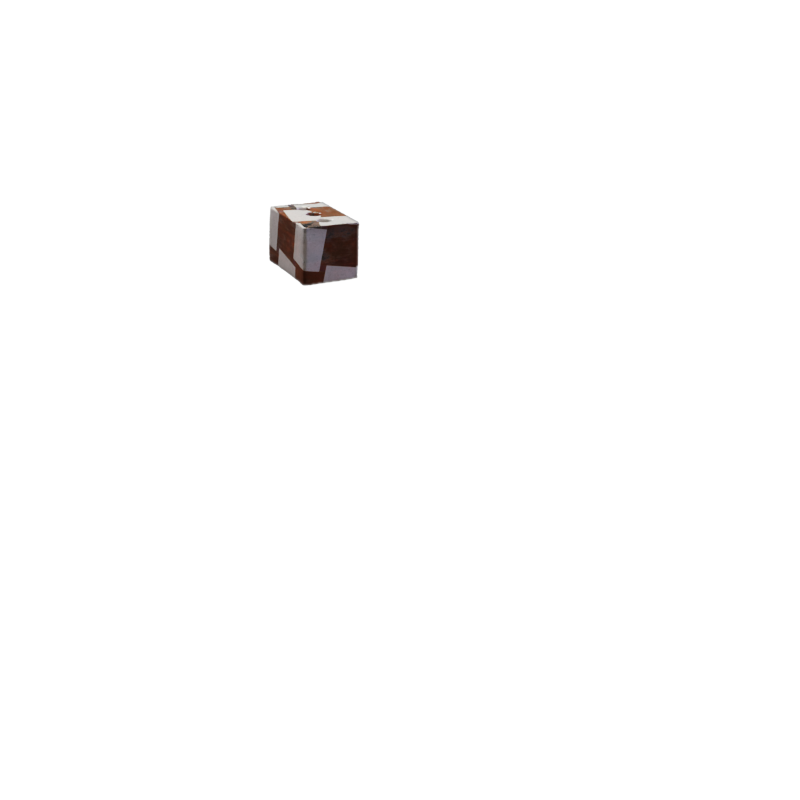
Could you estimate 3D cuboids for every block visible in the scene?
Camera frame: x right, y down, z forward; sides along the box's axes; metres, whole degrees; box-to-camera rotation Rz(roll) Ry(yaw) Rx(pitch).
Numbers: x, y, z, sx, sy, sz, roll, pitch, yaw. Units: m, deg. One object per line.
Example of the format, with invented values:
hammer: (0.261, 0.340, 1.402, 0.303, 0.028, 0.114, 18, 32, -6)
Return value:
block: (-0.075, -0.137, 0.956, 0.052, 0.049, 0.083, -10, 24, -25)
